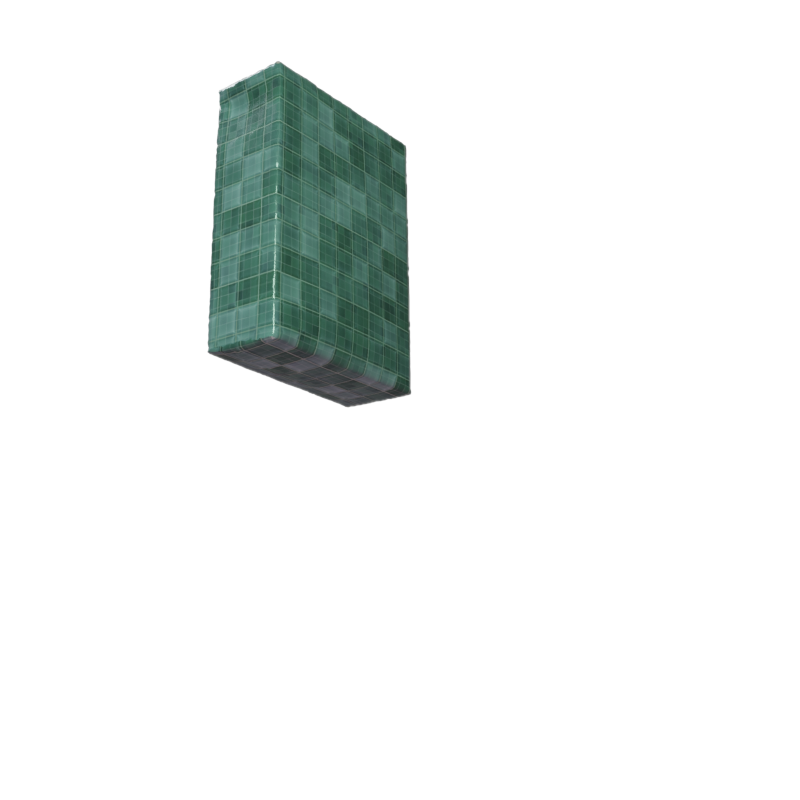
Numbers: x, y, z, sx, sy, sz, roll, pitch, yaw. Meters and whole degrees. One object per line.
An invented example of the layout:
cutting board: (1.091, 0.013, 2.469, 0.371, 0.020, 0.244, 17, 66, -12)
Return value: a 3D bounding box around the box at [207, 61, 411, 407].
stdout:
box: (-0.065, -0.118, 0.829, 0.073, 0.225, 0.154, -17, -26, 33)
